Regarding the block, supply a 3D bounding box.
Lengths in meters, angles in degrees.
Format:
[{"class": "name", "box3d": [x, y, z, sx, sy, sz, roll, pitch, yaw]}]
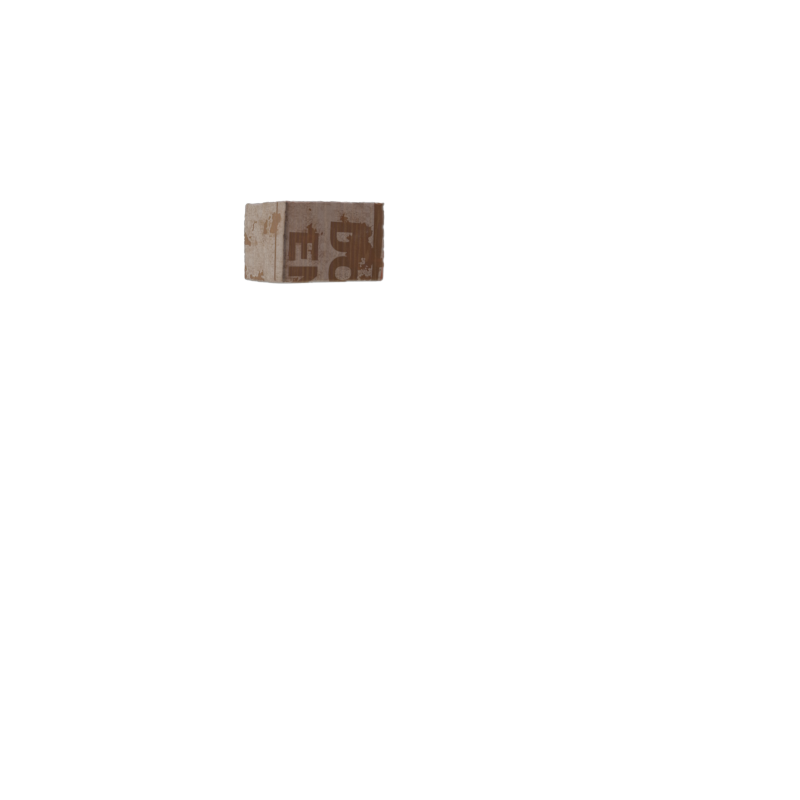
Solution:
[{"class": "block", "box3d": [-0.056, -0.102, 0.717, 0.075, 0.051, 0.055, -4, 6, -35]}]
